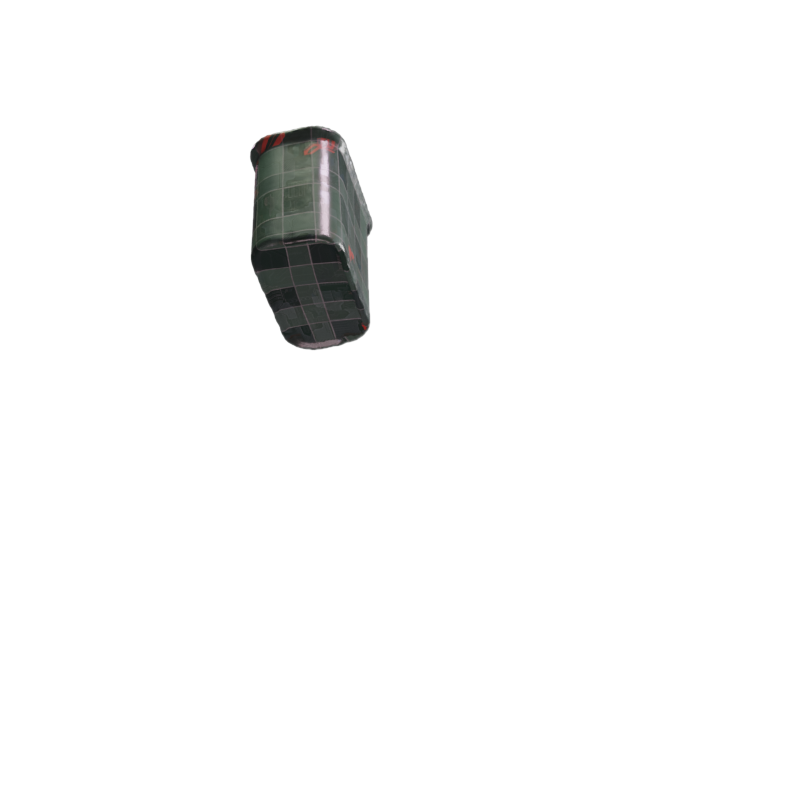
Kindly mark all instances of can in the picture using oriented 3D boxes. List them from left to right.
[{"bbox_3d":[-0.050,-0.091,0.637,0.058,0.090,0.094,-10,-39,9],"label":"can"}]
